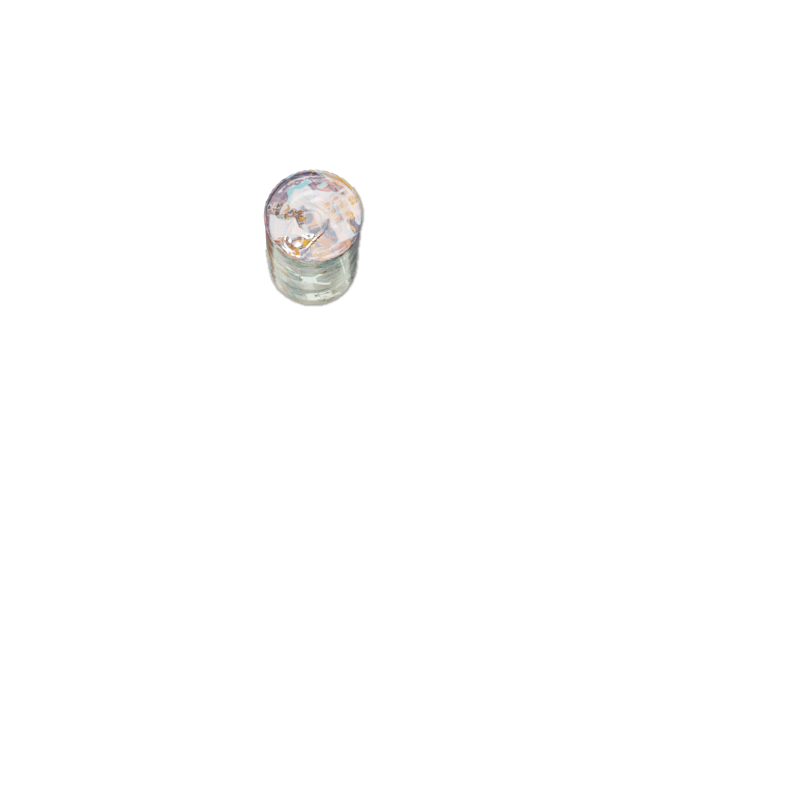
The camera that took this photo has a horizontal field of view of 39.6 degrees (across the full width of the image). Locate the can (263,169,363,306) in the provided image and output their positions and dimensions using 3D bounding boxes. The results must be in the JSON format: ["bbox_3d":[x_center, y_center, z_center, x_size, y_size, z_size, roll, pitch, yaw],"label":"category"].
[{"bbox_3d":[-0.063,-0.114,0.799,0.068,0.072,0.098,0,-16,-3],"label":"can"}]
